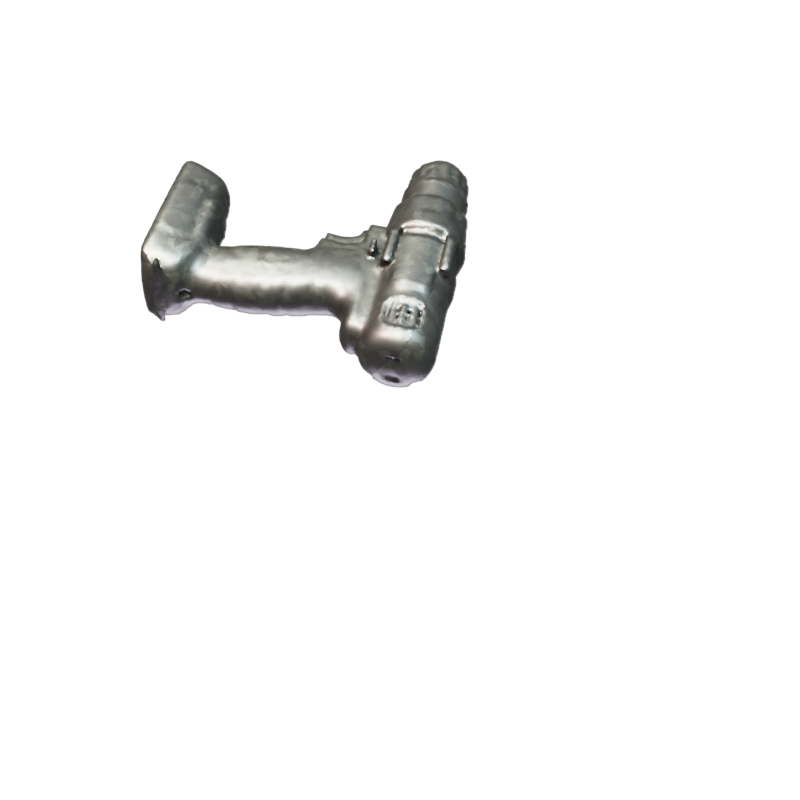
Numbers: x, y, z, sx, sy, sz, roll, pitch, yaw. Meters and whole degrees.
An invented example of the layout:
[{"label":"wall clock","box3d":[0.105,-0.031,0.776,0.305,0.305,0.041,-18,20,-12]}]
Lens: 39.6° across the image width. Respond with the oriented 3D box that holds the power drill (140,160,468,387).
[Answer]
[{"label":"power drill","box3d":[-0.054,-0.098,0.689,0.190,0.053,0.195,8,45,8]}]
